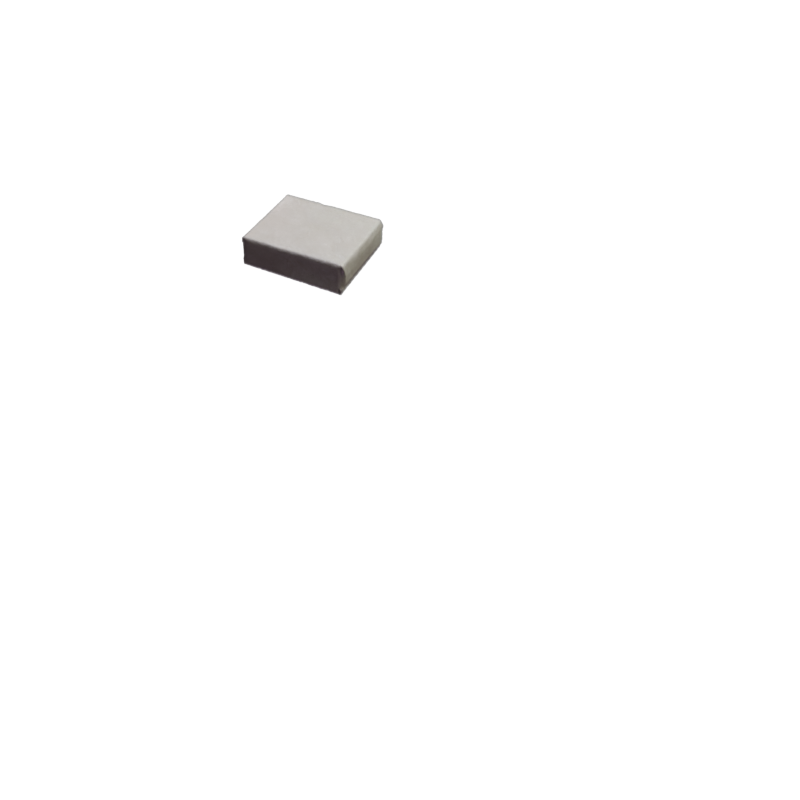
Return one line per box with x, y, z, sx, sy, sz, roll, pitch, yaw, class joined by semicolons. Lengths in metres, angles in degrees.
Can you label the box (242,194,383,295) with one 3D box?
-0.068;-0.125;0.874;0.093;0.028;0.075;18;42;20;box
